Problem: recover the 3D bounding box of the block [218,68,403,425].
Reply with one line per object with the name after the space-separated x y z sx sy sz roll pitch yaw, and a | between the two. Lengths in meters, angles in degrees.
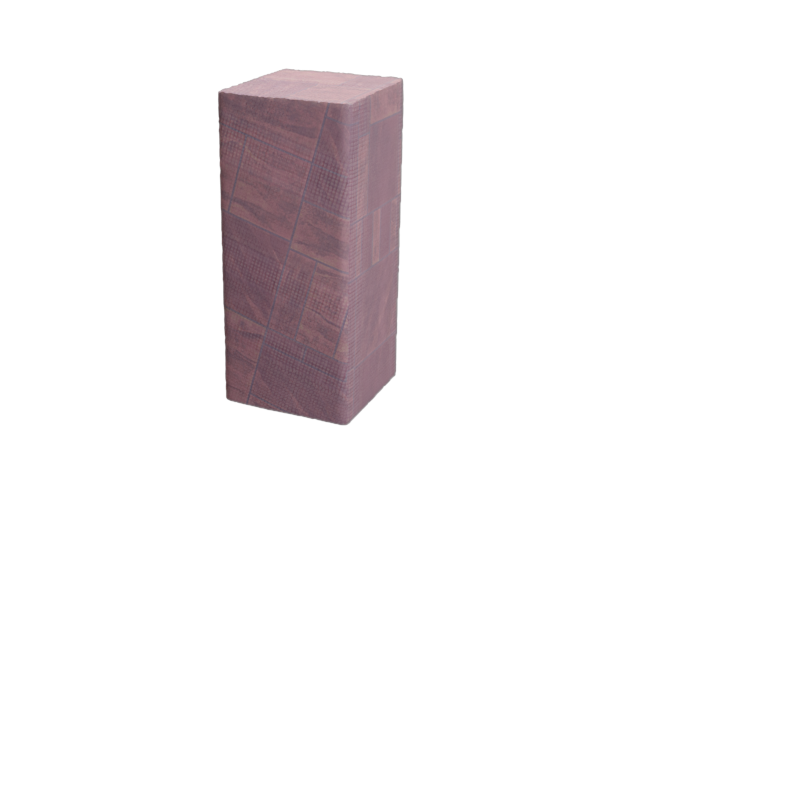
-0.056 -0.102 0.716 0.093 0.197 0.091 10 22 22 | block
